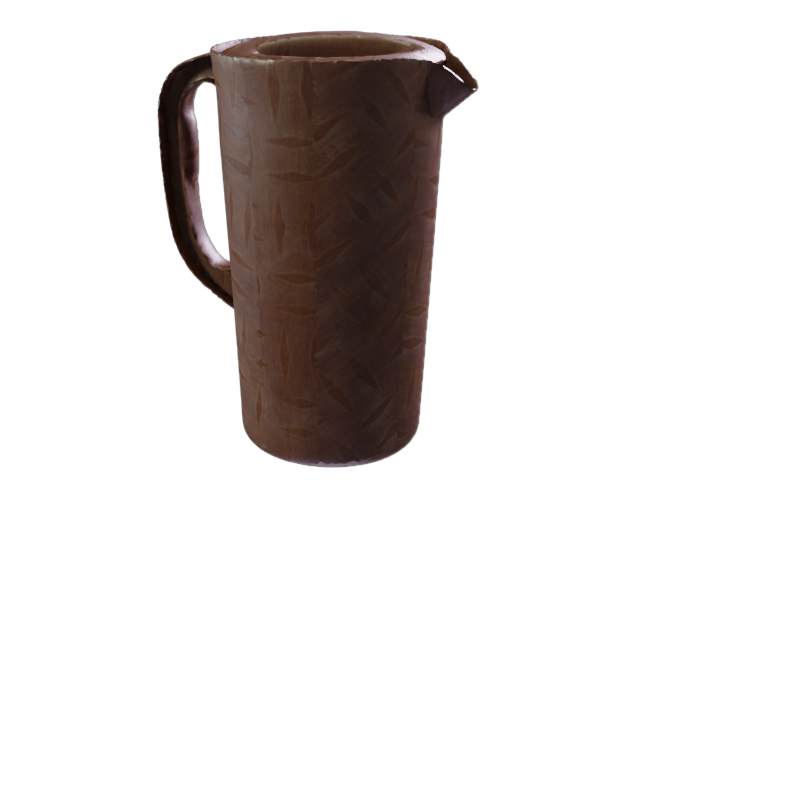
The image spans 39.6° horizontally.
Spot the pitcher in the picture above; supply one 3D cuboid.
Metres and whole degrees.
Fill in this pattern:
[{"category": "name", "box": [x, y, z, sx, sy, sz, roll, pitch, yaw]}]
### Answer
[{"category": "pitcher", "box": [-0.051, -0.093, 0.648, 0.142, 0.233, 0.159, -9, 21, -26]}]
